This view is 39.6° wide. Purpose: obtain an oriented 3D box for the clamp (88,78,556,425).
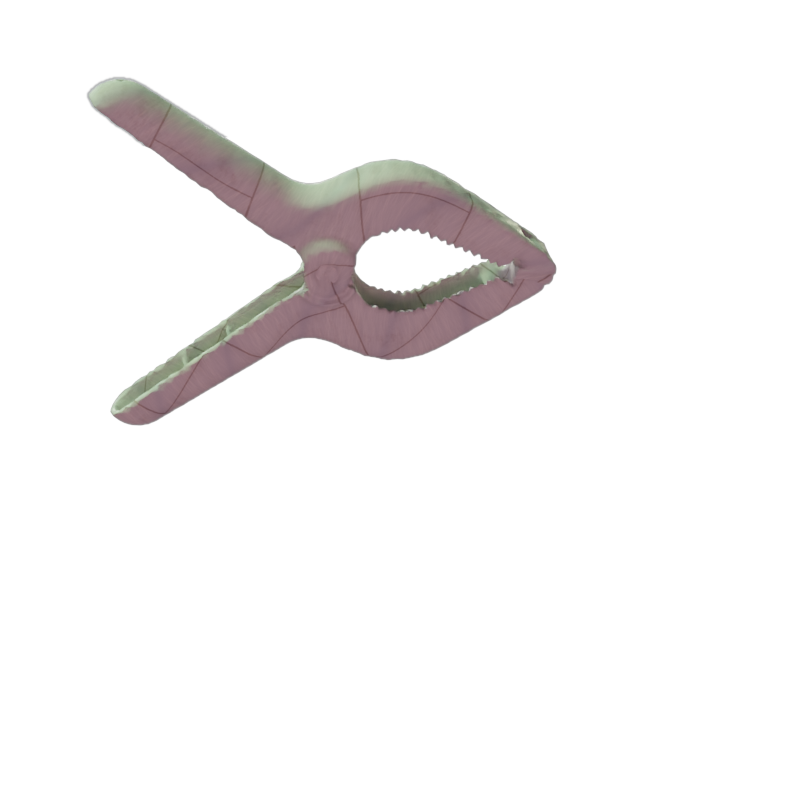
[{"bbox_3d":[-0.039,-0.071,0.494,0.210,0.156,0.038,-5,24,2],"label":"clamp"}]
